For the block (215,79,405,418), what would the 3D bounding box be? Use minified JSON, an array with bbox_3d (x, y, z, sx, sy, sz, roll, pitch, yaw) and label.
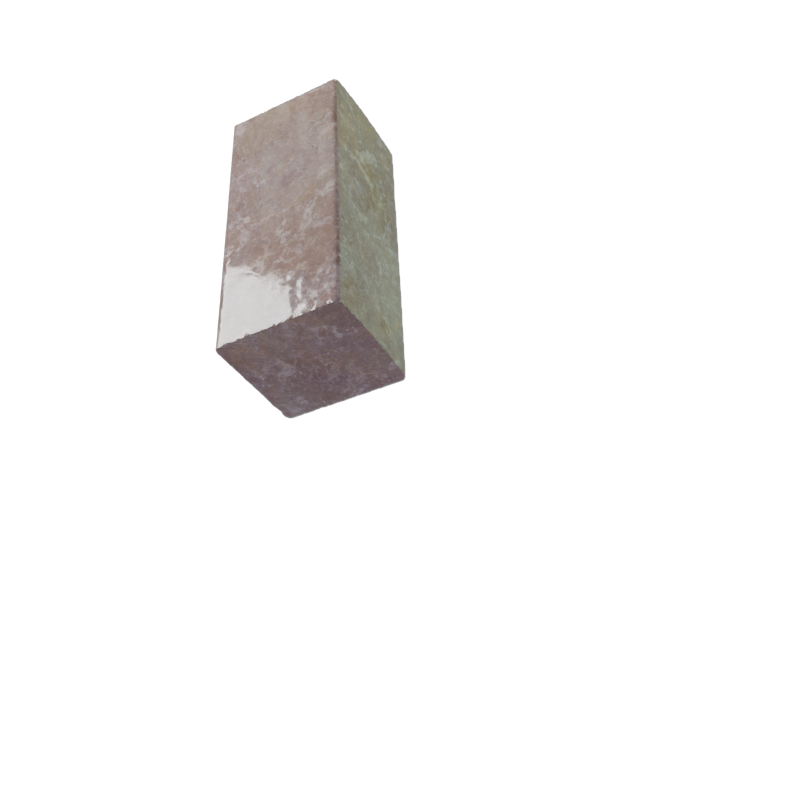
[{"bbox_3d":[-0.058,-0.107,0.750,0.091,0.221,0.083,-21,-43,20],"label":"block"}]
